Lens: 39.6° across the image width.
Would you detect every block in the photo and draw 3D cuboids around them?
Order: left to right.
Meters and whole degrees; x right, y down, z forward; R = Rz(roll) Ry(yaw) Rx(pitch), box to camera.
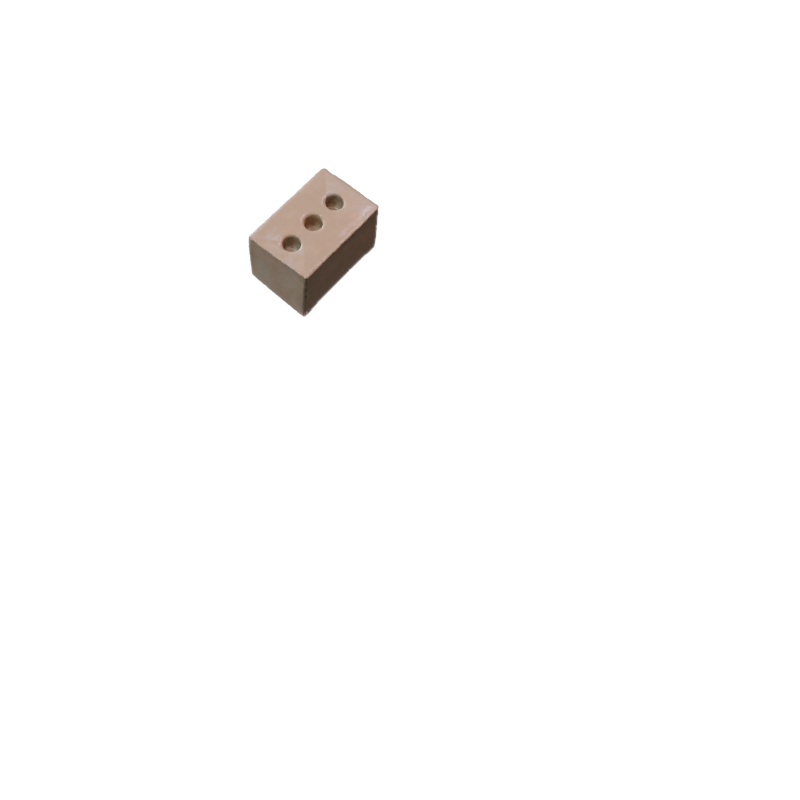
[{"bbox_3d":[-0.060,-0.109,0.762,0.055,0.079,0.048,36,-23,16],"label":"block"}]
